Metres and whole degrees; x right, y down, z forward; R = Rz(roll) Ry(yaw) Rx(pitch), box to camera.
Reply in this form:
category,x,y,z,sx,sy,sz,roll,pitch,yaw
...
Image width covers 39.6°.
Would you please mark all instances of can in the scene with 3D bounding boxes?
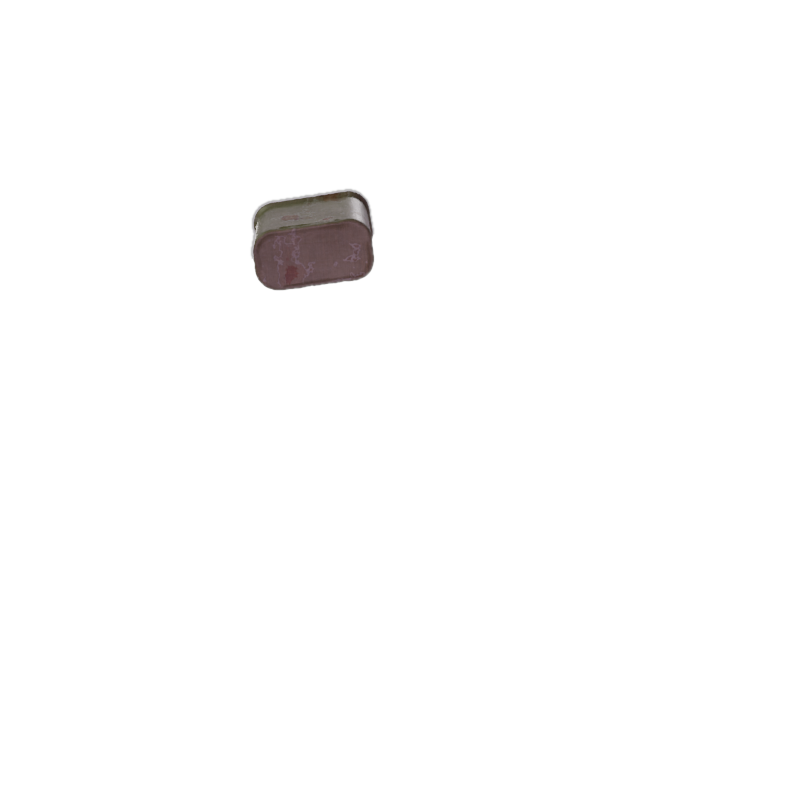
category,x,y,z,sx,sy,sz,roll,pitch,yaw
can,-0.072,-0.132,0.921,0.102,0.055,0.088,-8,22,1
